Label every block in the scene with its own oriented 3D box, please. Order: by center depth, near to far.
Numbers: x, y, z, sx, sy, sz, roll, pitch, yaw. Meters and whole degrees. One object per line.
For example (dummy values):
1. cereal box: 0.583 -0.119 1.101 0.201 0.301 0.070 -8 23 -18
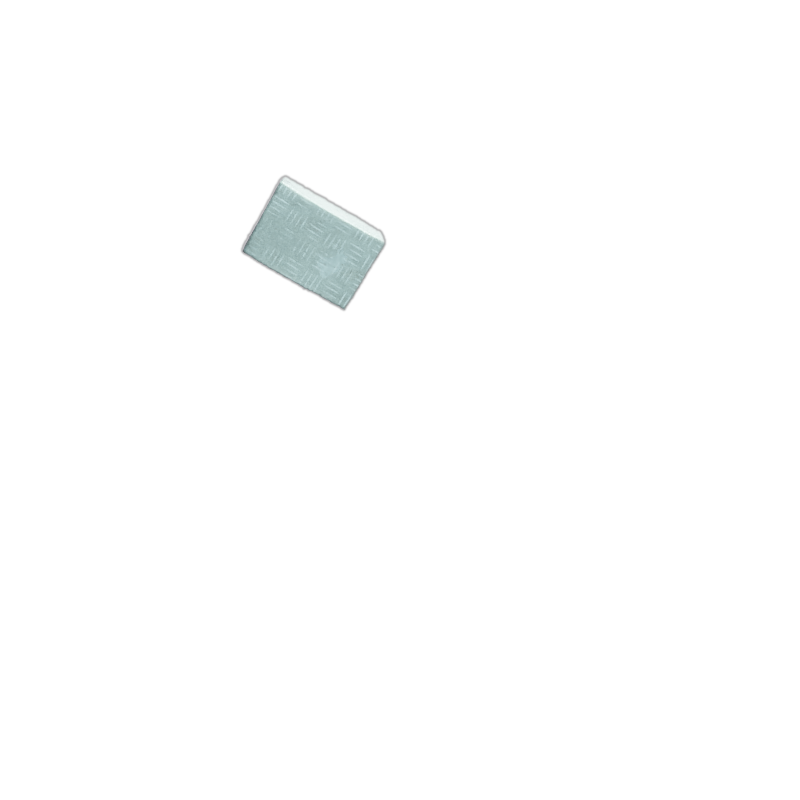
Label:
1. block: -0.056 -0.102 0.713 0.077 0.052 0.053 30 10 -7
